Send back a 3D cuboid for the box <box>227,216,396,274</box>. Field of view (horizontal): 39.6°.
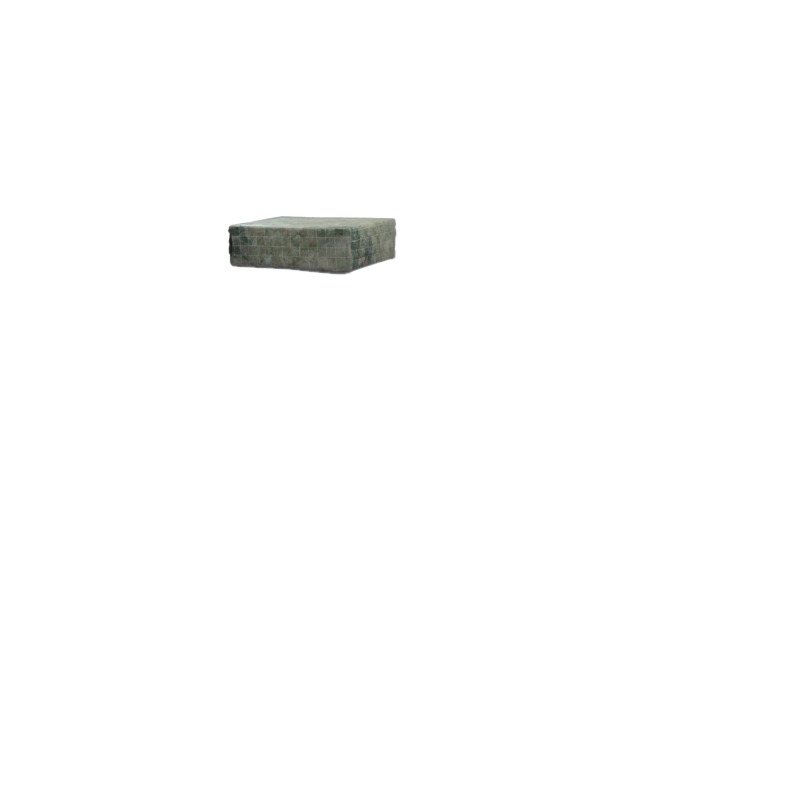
[{"bbox_3d":[-0.071,-0.130,0.912,0.118,0.038,0.089,7,16,25],"label":"box"}]
